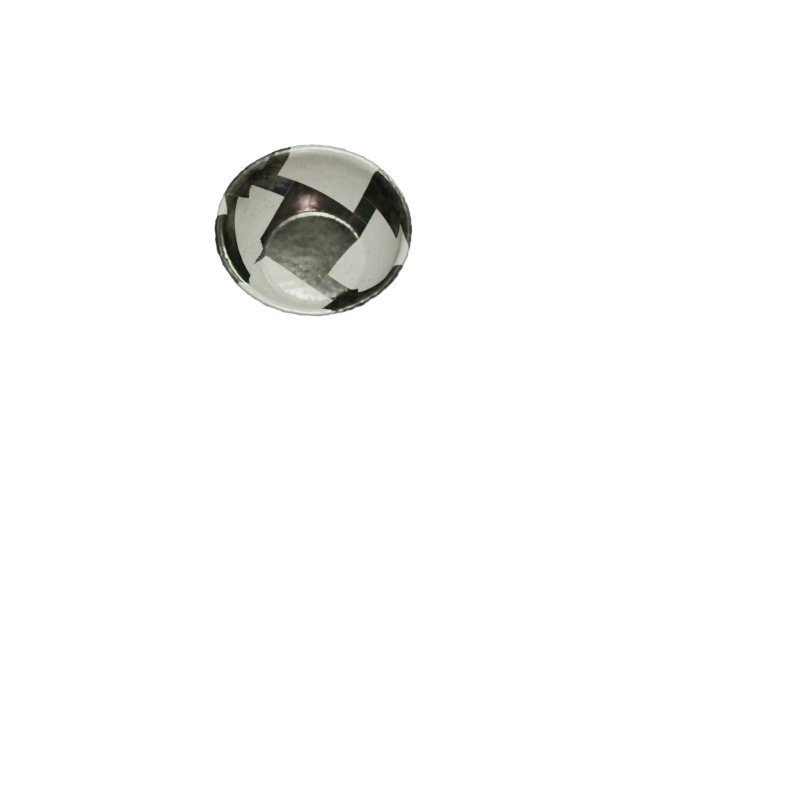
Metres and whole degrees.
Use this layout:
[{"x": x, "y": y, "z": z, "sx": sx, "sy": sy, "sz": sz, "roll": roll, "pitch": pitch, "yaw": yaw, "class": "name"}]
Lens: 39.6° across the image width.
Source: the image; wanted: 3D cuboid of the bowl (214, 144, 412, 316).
[{"x": -0.072, "y": -0.132, "z": 0.925, "sx": 0.162, "sy": 0.172, "sz": 0.052, "roll": -1, "pitch": -27, "yaw": -1, "class": "bowl"}]
